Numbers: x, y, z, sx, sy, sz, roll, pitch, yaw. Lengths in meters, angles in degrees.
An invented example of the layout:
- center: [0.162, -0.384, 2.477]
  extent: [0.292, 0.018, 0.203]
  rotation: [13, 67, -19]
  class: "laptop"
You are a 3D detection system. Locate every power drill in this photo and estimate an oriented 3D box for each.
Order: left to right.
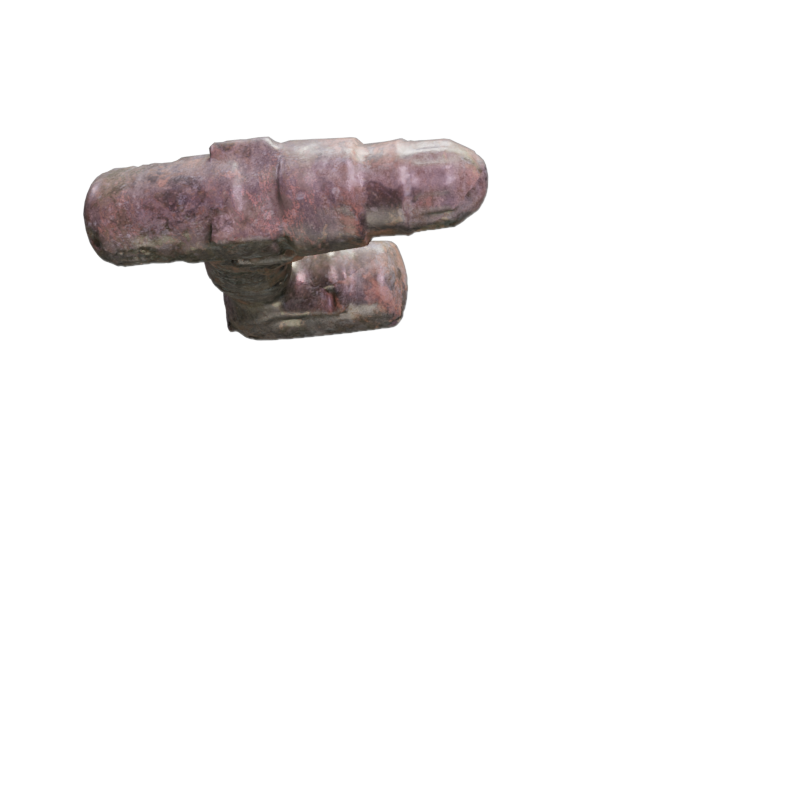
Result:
- center: [-0.044, -0.081, 0.565]
  extent: [0.187, 0.060, 0.179]
  rotation: [-2, -12, 9]
  class: "power drill"
